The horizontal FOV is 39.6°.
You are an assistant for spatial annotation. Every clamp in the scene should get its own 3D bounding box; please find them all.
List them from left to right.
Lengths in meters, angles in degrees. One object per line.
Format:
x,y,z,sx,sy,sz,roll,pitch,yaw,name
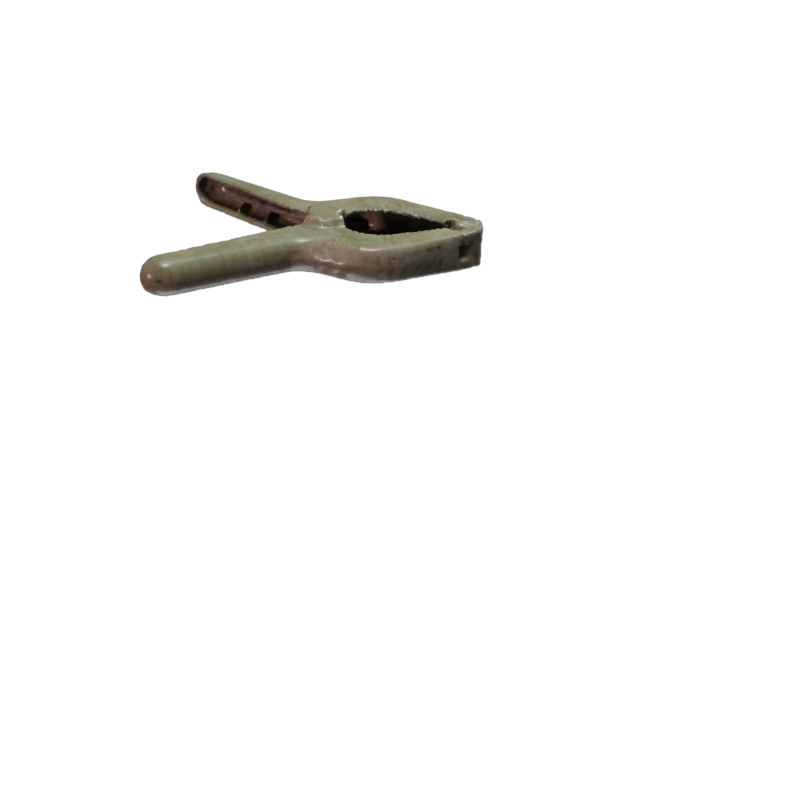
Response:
-0.055,-0.101,0.707,0.214,0.034,0.171,7,32,11,clamp
